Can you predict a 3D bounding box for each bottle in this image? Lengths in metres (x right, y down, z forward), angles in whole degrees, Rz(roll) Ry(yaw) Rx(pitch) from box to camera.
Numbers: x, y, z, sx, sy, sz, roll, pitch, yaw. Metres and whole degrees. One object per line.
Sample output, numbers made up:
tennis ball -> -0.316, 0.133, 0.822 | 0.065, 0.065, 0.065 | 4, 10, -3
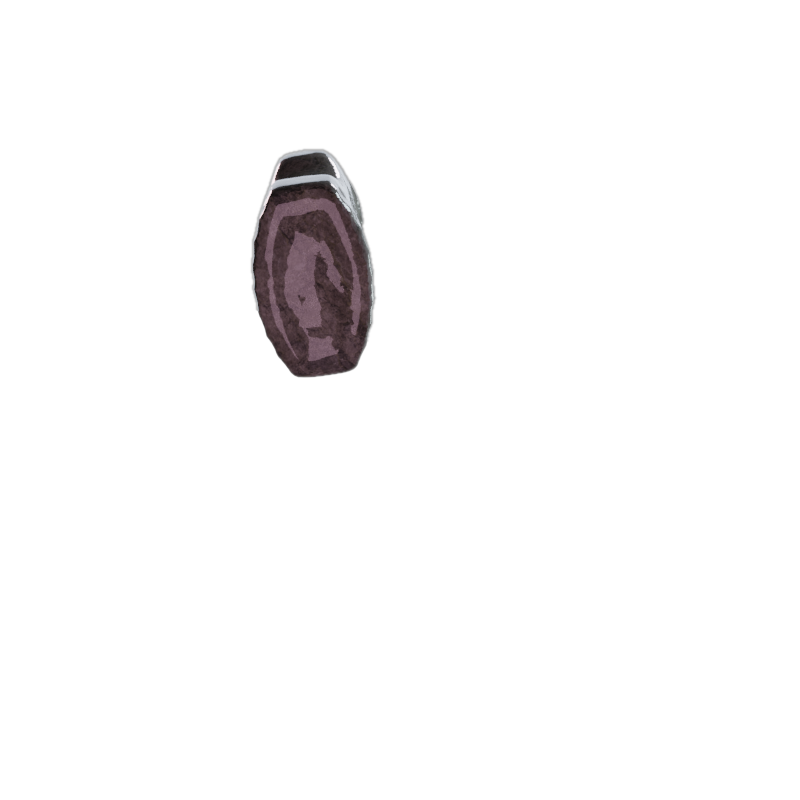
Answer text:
bottle -> -0.048, -0.088, 0.615 | 0.058, 0.092, 0.199 | -9, 19, -1
